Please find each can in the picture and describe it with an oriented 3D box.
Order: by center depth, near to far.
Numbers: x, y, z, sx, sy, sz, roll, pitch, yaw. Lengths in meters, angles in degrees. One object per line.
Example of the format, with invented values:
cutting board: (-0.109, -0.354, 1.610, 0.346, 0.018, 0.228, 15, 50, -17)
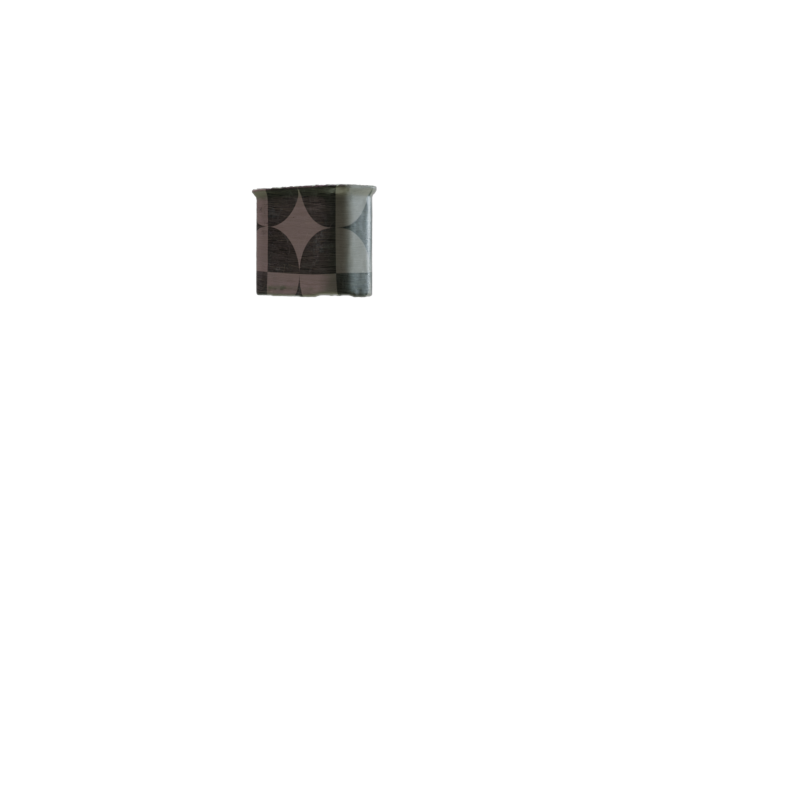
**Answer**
can: (-0.067, -0.122, 0.856, 0.106, 0.084, 0.055, 4, 4, 43)
